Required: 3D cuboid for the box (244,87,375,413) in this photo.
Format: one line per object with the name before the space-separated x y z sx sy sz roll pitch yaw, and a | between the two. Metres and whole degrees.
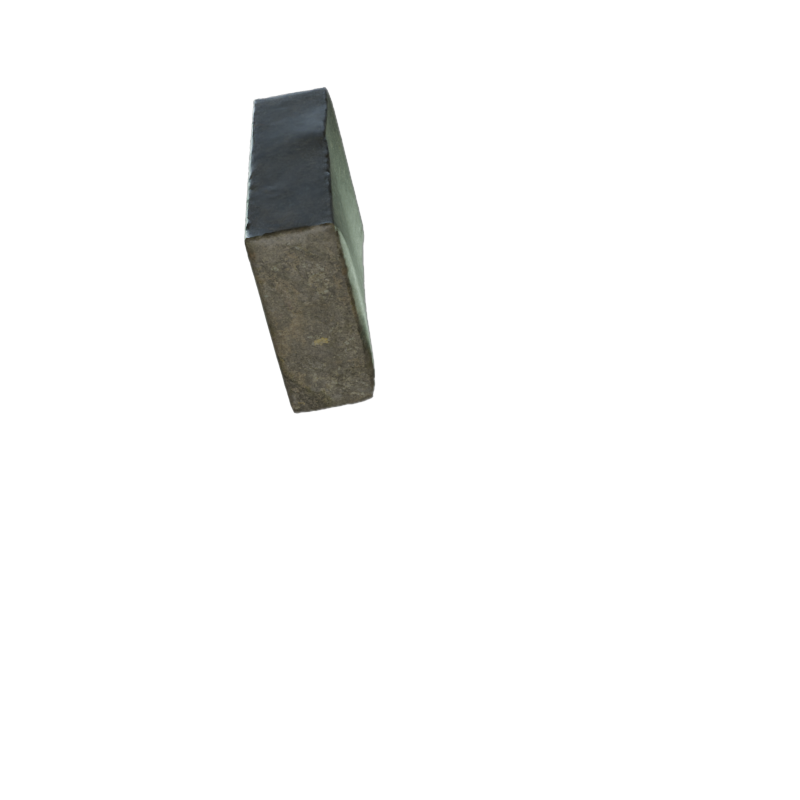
box | -0.068 -0.124 0.868 0.072 0.152 0.229 -10 38 4
